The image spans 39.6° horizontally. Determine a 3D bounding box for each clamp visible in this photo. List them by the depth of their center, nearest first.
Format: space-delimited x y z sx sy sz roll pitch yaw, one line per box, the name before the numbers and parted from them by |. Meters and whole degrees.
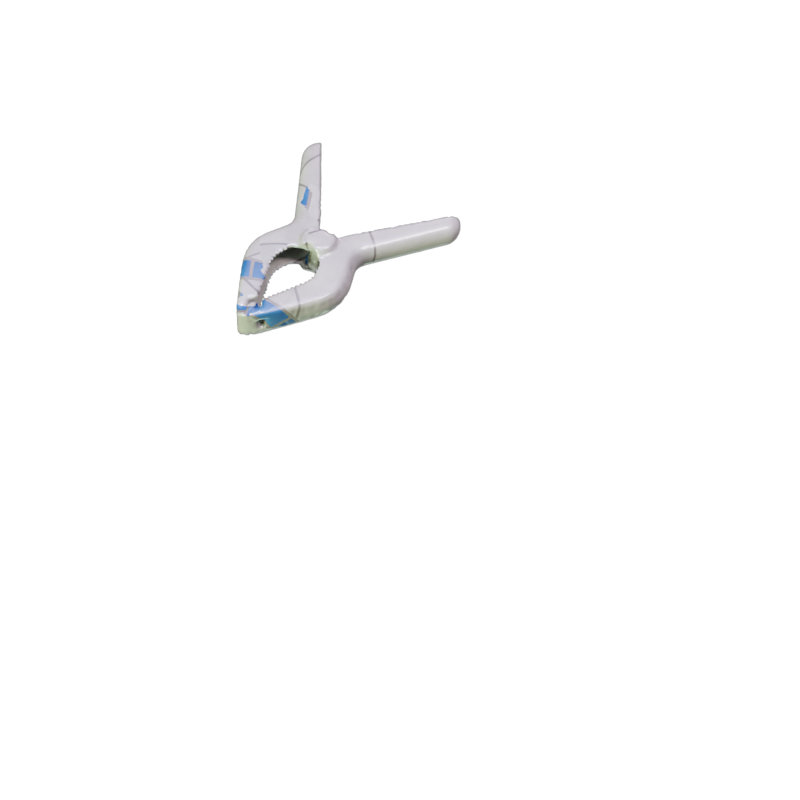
clamp | -0.074 -0.135 0.946 0.174 0.034 0.212 36 60 25
